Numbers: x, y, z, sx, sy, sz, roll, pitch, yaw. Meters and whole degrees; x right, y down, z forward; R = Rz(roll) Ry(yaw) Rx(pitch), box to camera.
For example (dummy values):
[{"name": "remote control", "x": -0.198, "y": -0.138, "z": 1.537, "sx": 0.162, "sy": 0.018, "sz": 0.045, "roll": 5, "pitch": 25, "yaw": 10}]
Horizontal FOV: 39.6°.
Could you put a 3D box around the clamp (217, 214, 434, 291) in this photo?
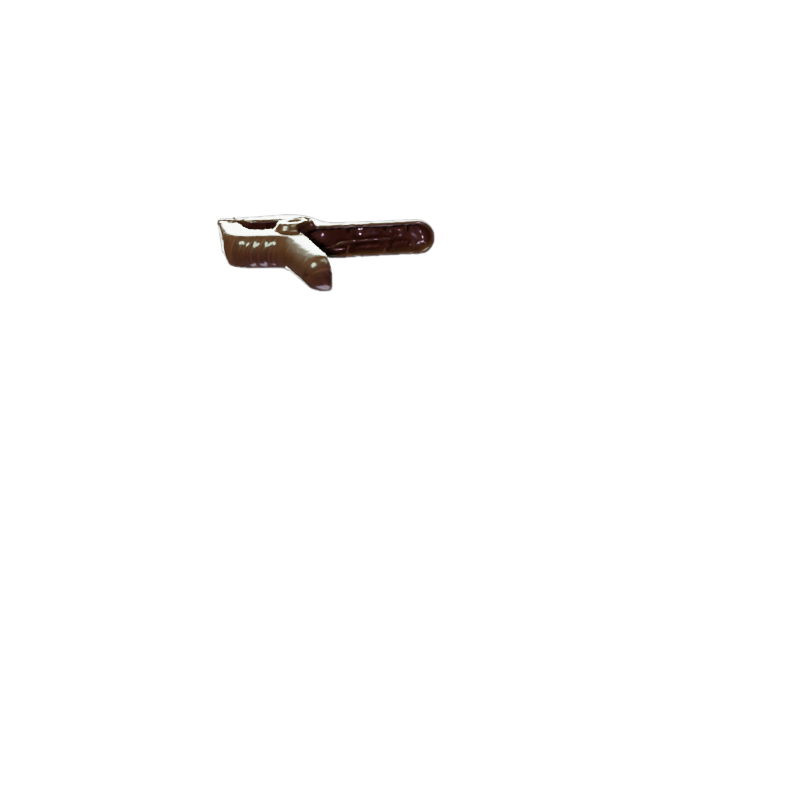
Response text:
[{"name": "clamp", "x": -0.063, "y": -0.115, "z": 0.807, "sx": 0.117, "sy": 0.038, "sz": 0.182, "roll": -15, "pitch": 24, "yaw": -37}]
